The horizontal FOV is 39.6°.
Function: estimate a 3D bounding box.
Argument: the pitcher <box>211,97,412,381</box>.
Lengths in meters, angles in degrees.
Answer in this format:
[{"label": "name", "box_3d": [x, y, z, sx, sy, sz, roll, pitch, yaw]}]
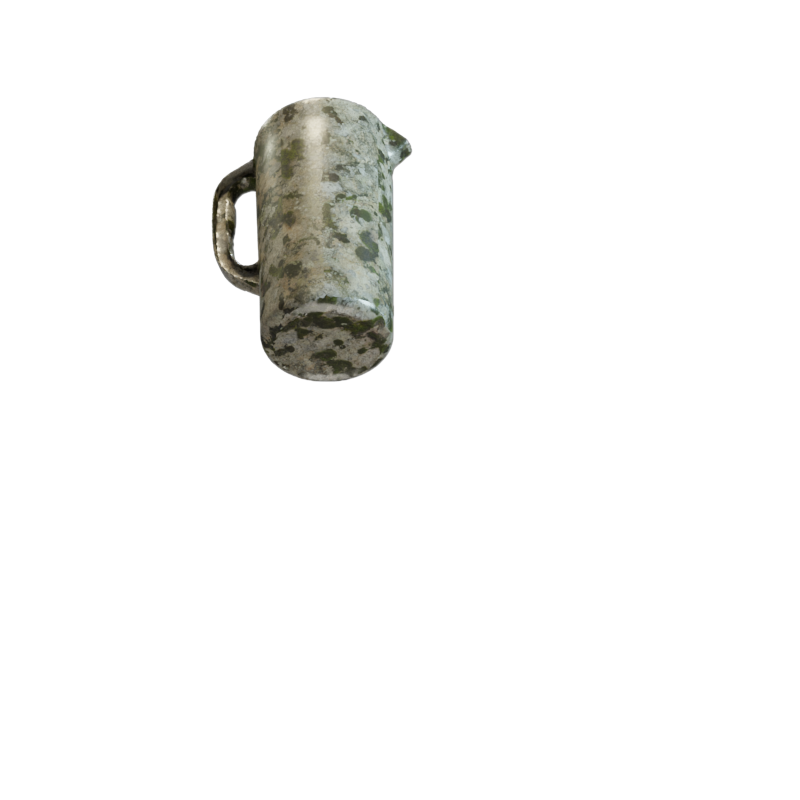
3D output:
[{"label": "pitcher", "box_3d": [-0.076, -0.139, 0.971, 0.138, 0.261, 0.145, 21, -46, -25]}]
